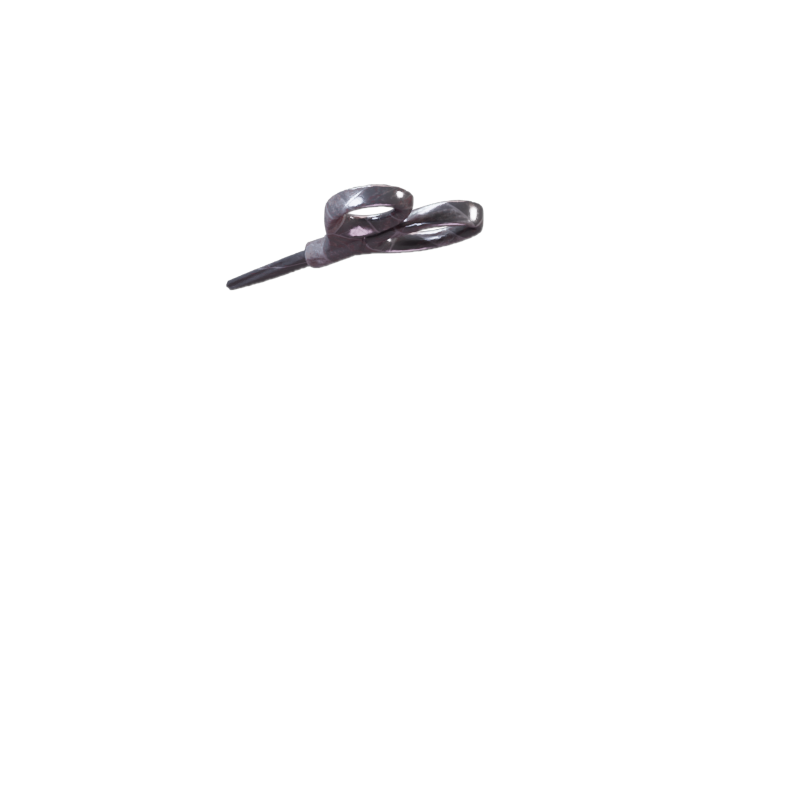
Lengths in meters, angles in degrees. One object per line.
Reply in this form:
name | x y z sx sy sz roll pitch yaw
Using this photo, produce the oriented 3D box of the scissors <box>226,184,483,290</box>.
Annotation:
scissors | -0.051 -0.092 0.645 0.206 0.016 0.091 -7 -14 32
